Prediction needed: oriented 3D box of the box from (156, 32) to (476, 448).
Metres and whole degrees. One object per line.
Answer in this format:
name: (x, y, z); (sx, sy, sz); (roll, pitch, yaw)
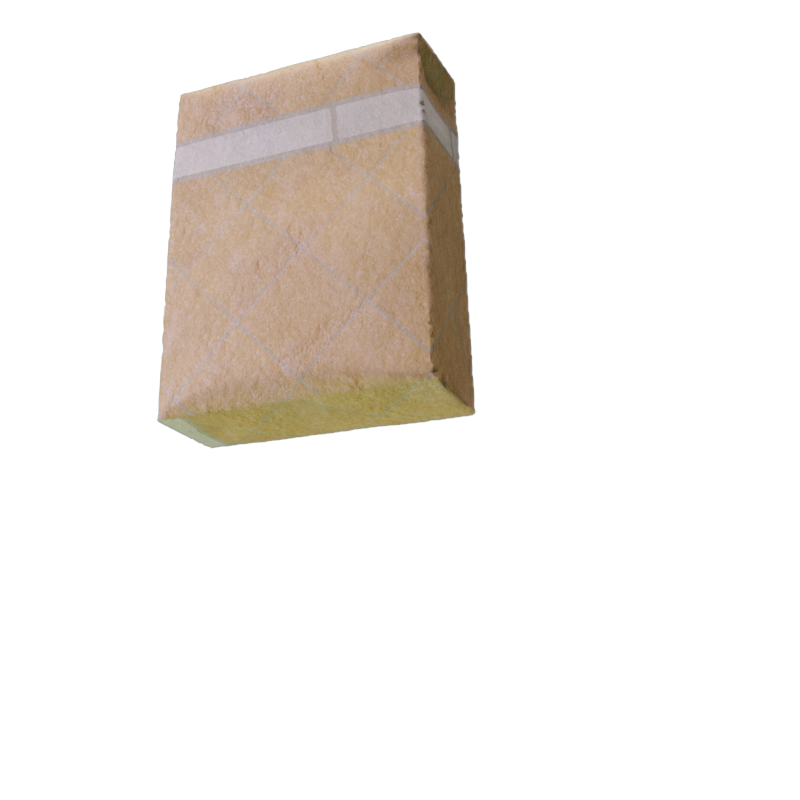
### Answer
box: (-0.050, -0.091, 0.638); (0.167, 0.225, 0.067); (-10, -24, 20)
